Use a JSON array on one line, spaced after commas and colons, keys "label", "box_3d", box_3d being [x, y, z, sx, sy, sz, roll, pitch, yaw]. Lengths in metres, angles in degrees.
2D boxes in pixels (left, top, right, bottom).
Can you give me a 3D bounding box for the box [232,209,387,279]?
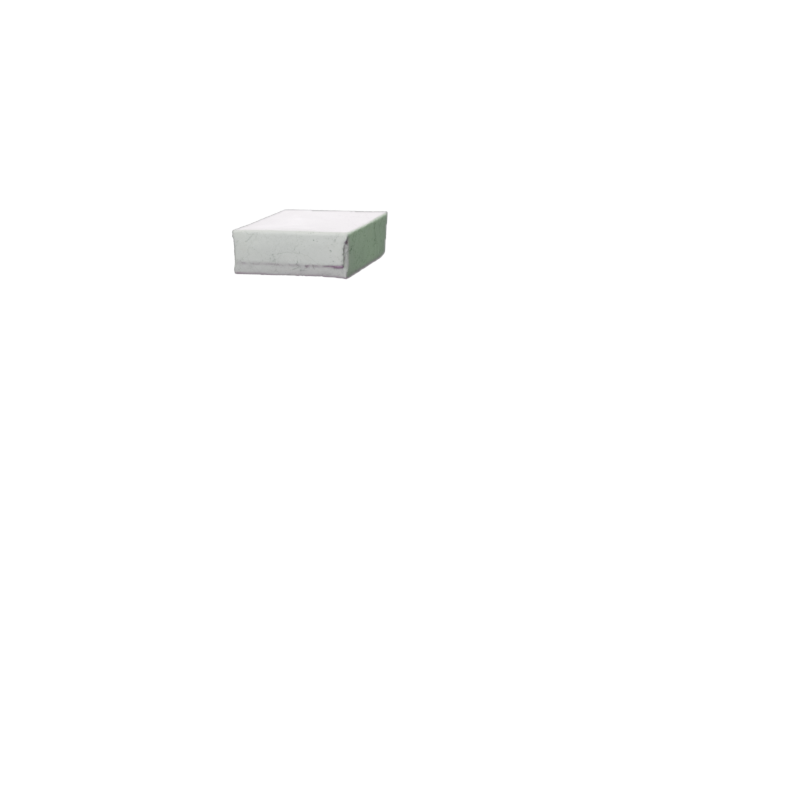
[{"label": "box", "box_3d": [-0.066, -0.121, 0.851, 0.092, 0.038, 0.114, 4, 16, 16]}]
